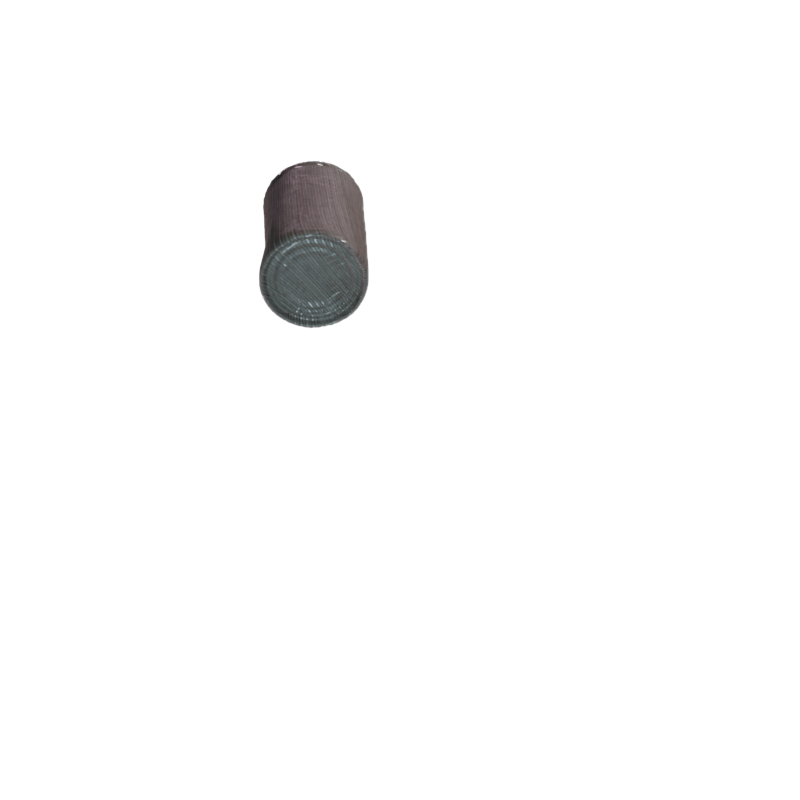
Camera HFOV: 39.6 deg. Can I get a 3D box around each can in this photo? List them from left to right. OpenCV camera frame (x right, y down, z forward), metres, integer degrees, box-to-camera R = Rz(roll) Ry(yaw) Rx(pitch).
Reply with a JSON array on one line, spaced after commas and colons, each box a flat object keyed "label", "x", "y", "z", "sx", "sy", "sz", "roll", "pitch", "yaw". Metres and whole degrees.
[{"label": "can", "x": -0.055, "y": -0.100, "z": 0.703, "sx": 0.068, "sy": 0.064, "sz": 0.109, "roll": -1, "pitch": 33, "yaw": -3}]
